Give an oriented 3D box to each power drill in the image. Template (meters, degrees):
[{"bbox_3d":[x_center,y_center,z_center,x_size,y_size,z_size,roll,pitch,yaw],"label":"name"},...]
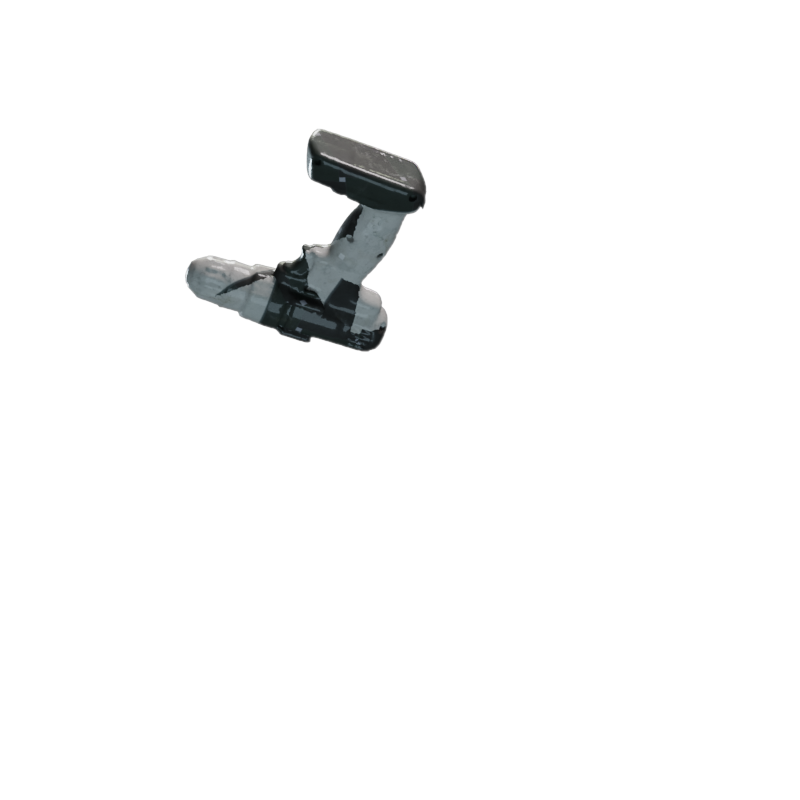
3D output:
[{"bbox_3d":[-0.074,-0.135,0.945,0.180,0.180,0.061,17,36,-14],"label":"power drill"}]
